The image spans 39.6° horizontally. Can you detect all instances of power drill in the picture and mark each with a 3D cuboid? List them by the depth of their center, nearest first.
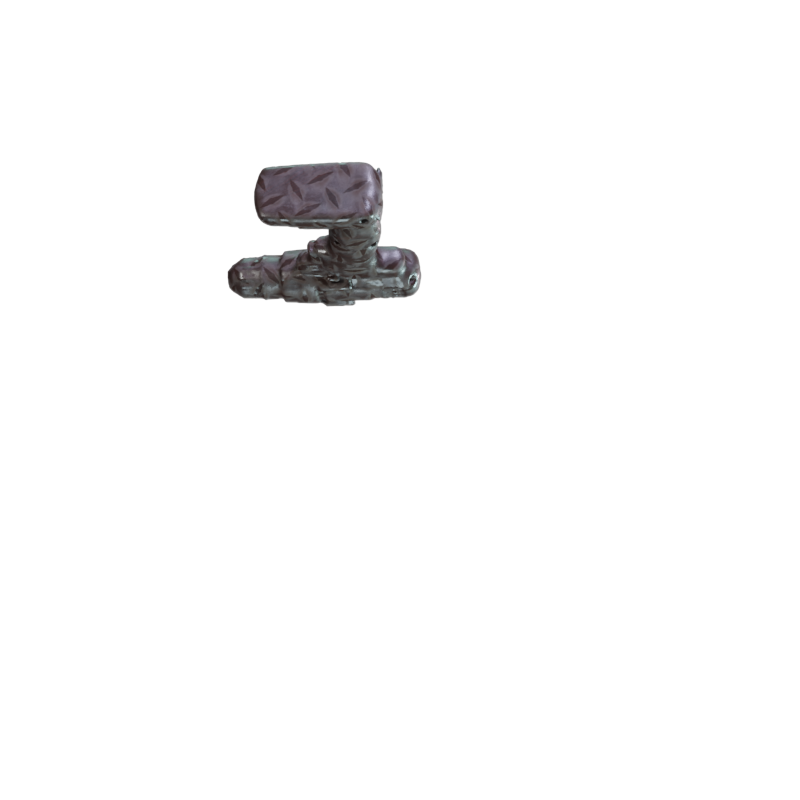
[{"bbox_3d":[-0.078,-0.142,0.993,0.186,0.060,0.177,-2,-20,6],"label":"power drill"}]
